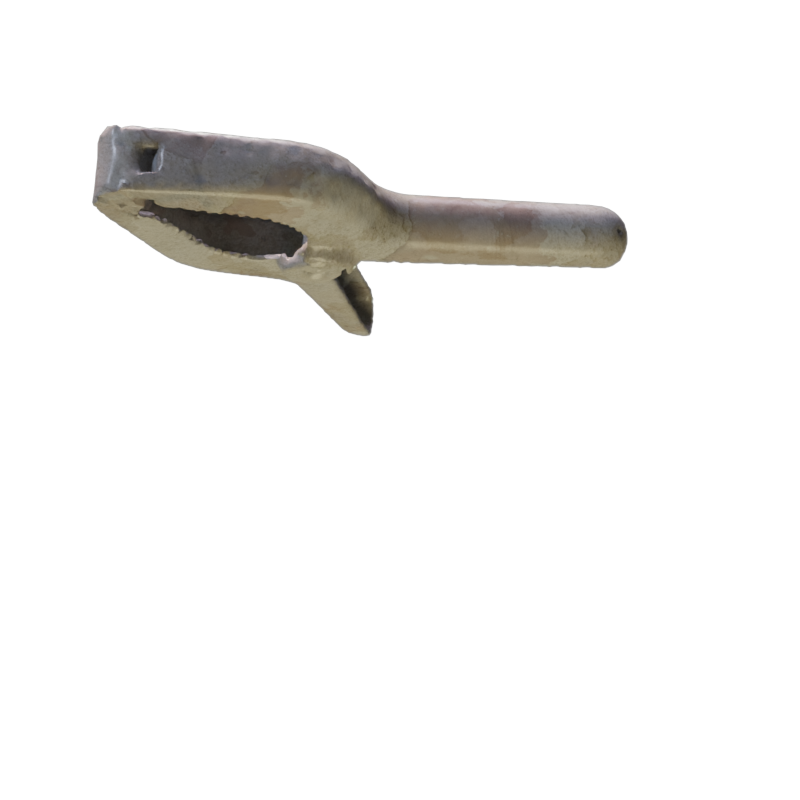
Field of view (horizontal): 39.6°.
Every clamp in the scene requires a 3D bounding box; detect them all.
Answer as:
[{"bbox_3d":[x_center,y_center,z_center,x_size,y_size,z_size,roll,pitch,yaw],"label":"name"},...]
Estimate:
[{"bbox_3d":[-0.036,-0.066,0.461,0.200,0.038,0.166,9,-17,-34],"label":"clamp"}]
